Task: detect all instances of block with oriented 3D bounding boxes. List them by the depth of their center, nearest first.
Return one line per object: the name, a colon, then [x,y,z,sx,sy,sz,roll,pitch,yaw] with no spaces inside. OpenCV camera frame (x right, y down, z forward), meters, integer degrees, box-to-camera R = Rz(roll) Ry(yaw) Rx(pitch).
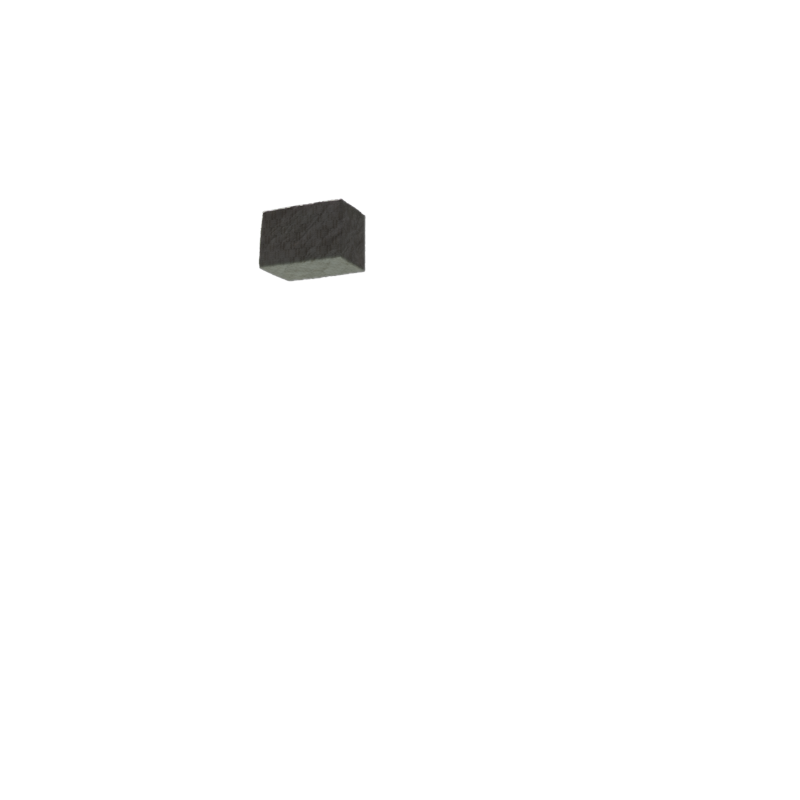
block: [-0.074,-0.135,0.944,0.080,0.053,0.050,-5,-14,24]
